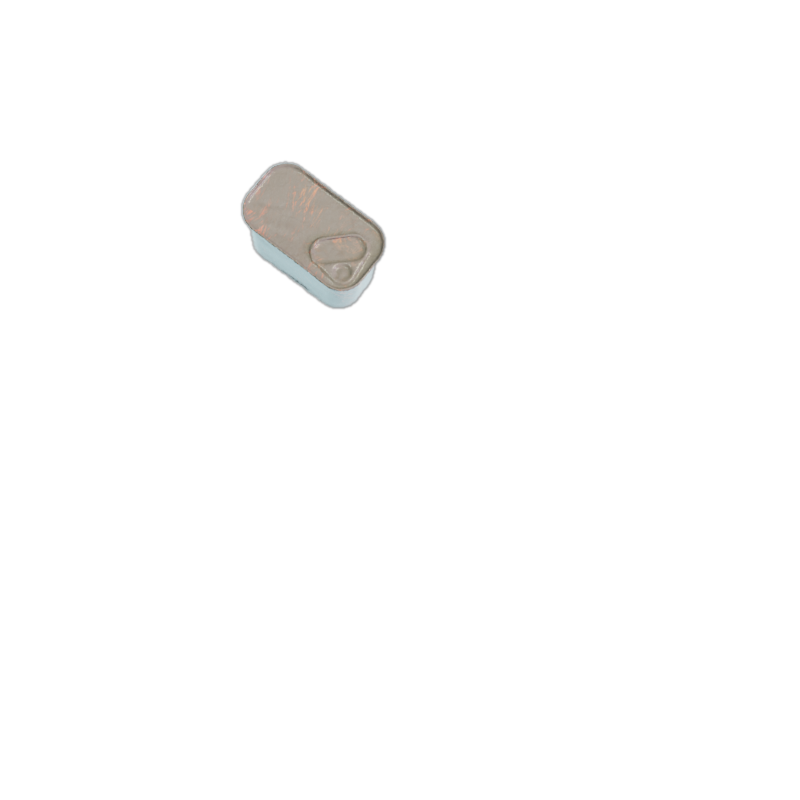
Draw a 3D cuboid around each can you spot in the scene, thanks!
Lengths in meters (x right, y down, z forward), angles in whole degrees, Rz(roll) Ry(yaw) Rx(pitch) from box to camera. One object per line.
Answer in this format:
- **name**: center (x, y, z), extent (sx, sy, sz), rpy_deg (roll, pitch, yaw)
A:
- **can**: center (-0.063, -0.116, 0.810), extent (0.104, 0.058, 0.081), rpy_deg (38, -10, 6)
